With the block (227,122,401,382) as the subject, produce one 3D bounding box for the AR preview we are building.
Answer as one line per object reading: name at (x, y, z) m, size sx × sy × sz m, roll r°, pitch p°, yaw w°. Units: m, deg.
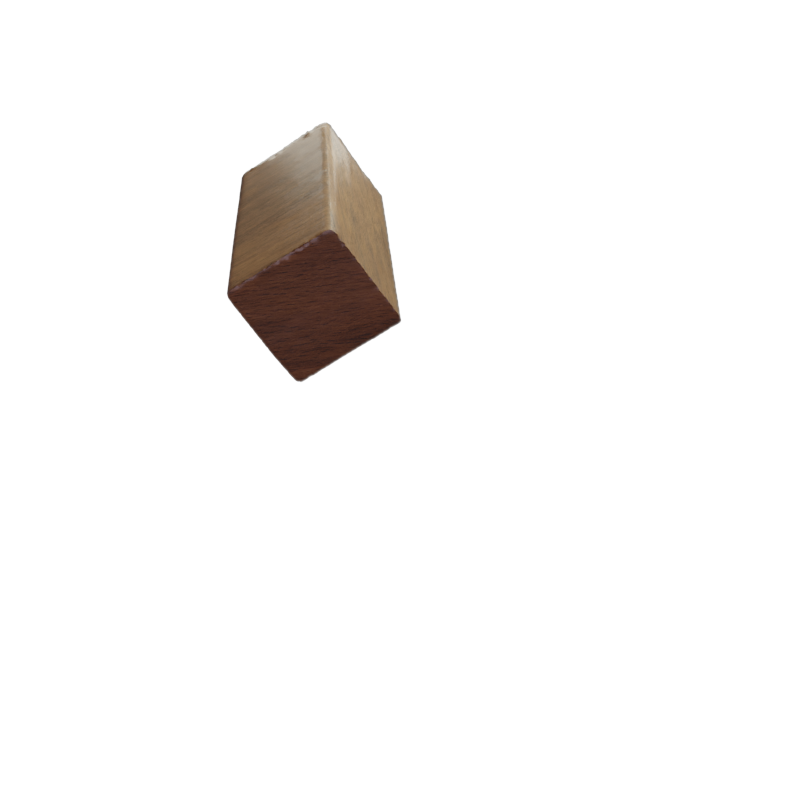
block at (-0.067, -0.121, 0.845) m, size 0.090 × 0.085 × 0.219 m, roll -31°, pitch 29°, yaw 15°
